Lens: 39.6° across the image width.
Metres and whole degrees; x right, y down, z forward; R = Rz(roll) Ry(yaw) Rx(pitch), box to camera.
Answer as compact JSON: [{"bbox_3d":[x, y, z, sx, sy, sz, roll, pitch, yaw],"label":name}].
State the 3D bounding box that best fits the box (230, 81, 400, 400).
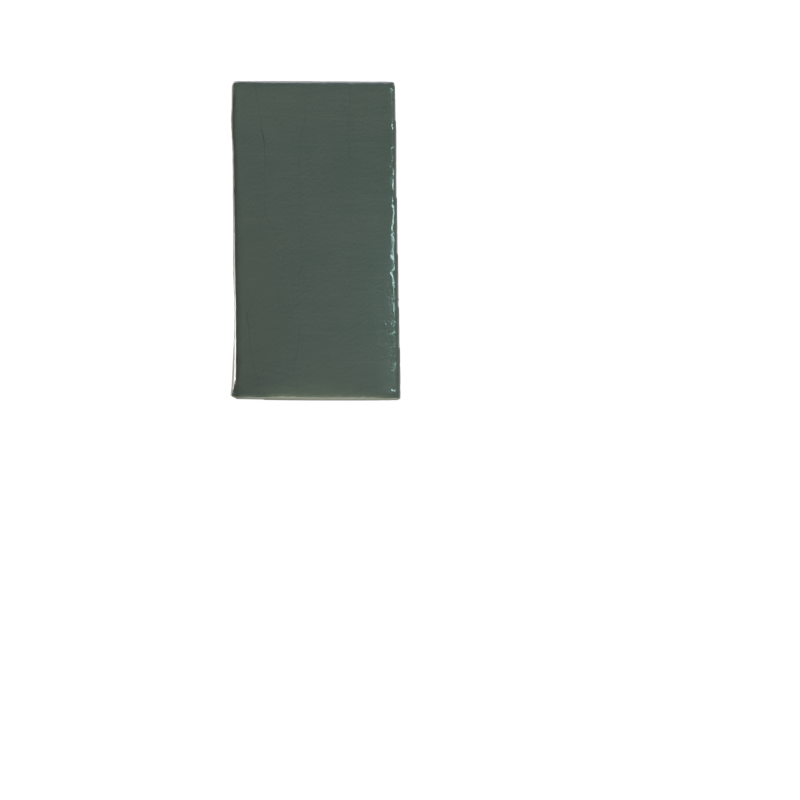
[{"bbox_3d":[-0.049,-0.089,0.622,0.093,0.179,0.047,0,-7,-4],"label":"box"}]
